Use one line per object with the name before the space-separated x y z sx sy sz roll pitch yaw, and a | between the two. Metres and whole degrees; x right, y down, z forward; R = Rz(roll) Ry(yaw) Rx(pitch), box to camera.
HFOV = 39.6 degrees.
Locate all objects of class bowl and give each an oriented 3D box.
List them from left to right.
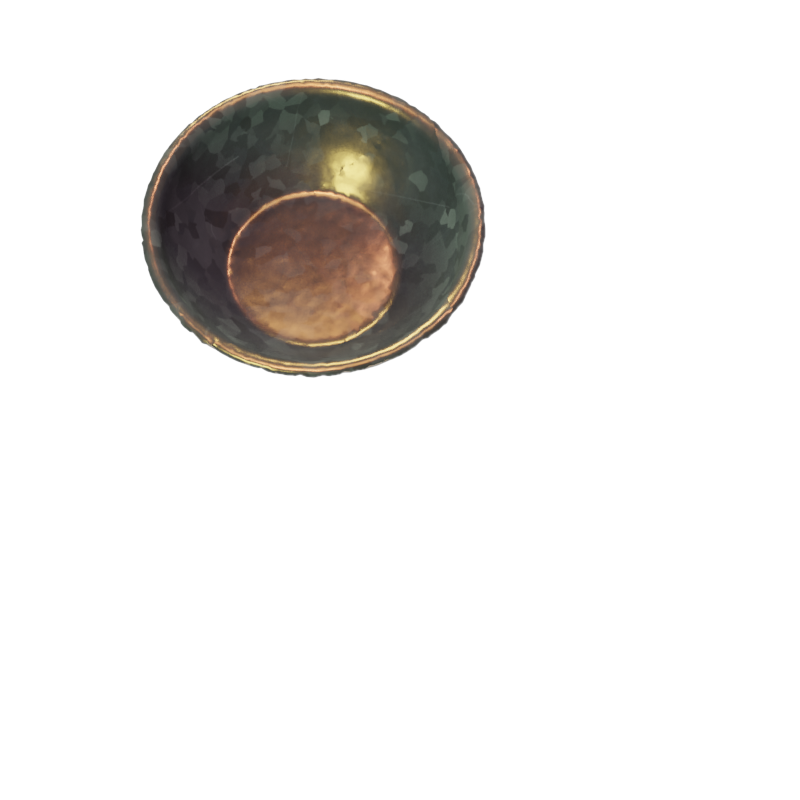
bowl | -0.042 -0.077 0.542 0.162 0.172 0.052 -1 -27 -1
